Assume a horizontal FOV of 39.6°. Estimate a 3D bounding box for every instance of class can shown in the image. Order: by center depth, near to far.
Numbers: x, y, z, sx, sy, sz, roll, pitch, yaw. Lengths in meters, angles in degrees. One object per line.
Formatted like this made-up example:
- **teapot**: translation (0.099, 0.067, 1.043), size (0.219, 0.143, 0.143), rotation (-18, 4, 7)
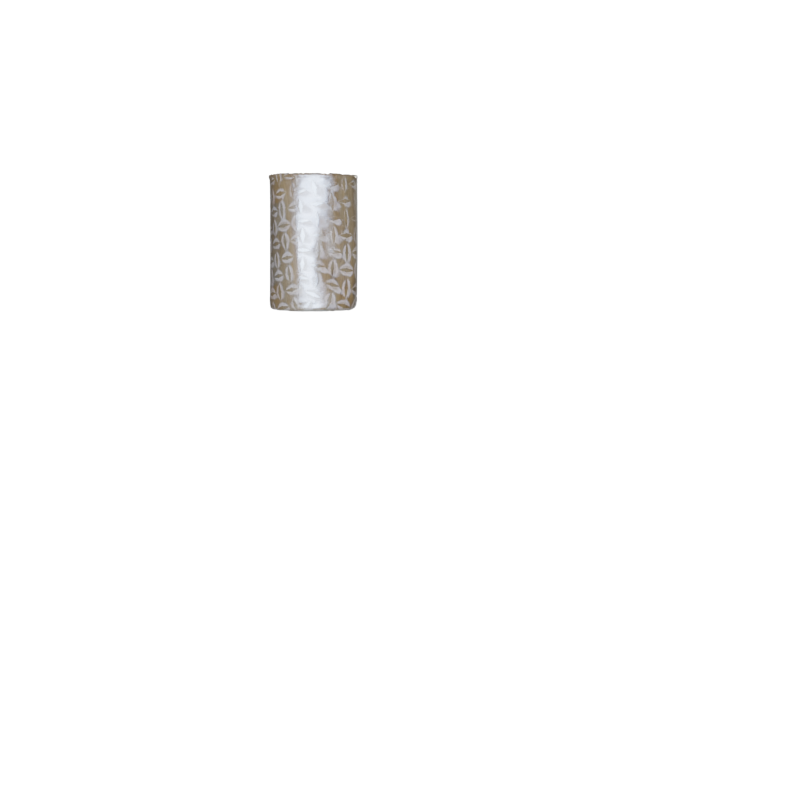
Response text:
- **can**: translation (-0.066, -0.121, 0.847), size (0.068, 0.102, 0.069), rotation (0, 3, -2)
